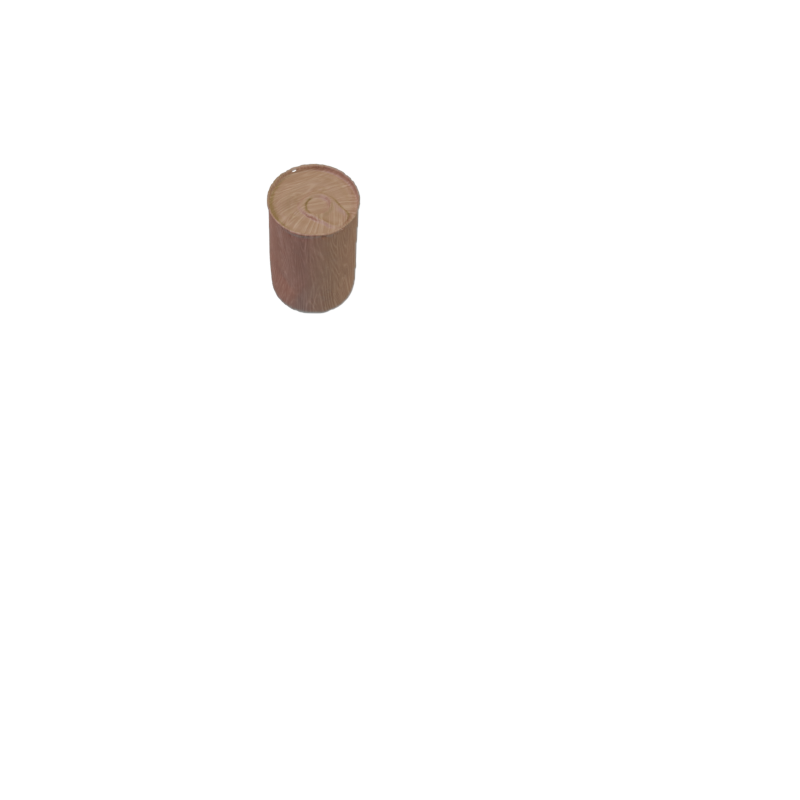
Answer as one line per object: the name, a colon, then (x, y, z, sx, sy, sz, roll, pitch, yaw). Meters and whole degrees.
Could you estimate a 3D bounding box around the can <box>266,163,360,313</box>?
can: (-0.066, -0.120, 0.841, 0.068, 0.073, 0.096, 0, -34, -3)
